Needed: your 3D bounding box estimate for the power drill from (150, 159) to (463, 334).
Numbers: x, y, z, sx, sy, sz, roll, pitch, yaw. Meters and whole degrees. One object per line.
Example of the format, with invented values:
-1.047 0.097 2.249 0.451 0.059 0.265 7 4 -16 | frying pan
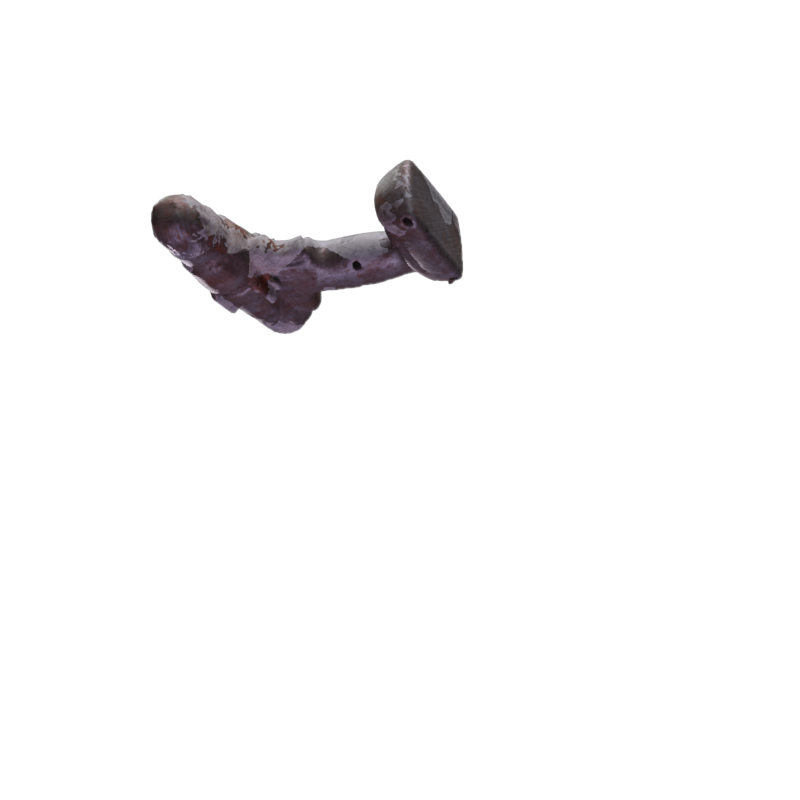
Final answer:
-0.063 -0.114 0.800 0.191 0.061 0.171 -11 -24 25 | power drill
